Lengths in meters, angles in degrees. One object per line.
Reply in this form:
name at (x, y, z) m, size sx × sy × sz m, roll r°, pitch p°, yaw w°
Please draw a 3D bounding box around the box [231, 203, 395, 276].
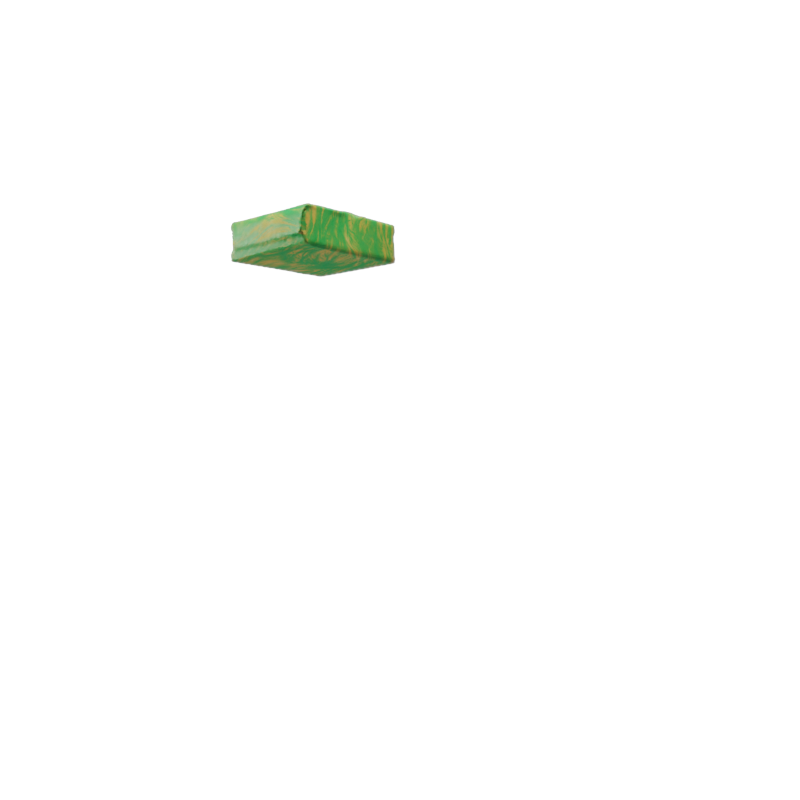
box at (-0.059, -0.108, 0.755) m, size 0.075 × 0.031 × 0.085 m, roll -6°, pitch -8°, yaw 43°
